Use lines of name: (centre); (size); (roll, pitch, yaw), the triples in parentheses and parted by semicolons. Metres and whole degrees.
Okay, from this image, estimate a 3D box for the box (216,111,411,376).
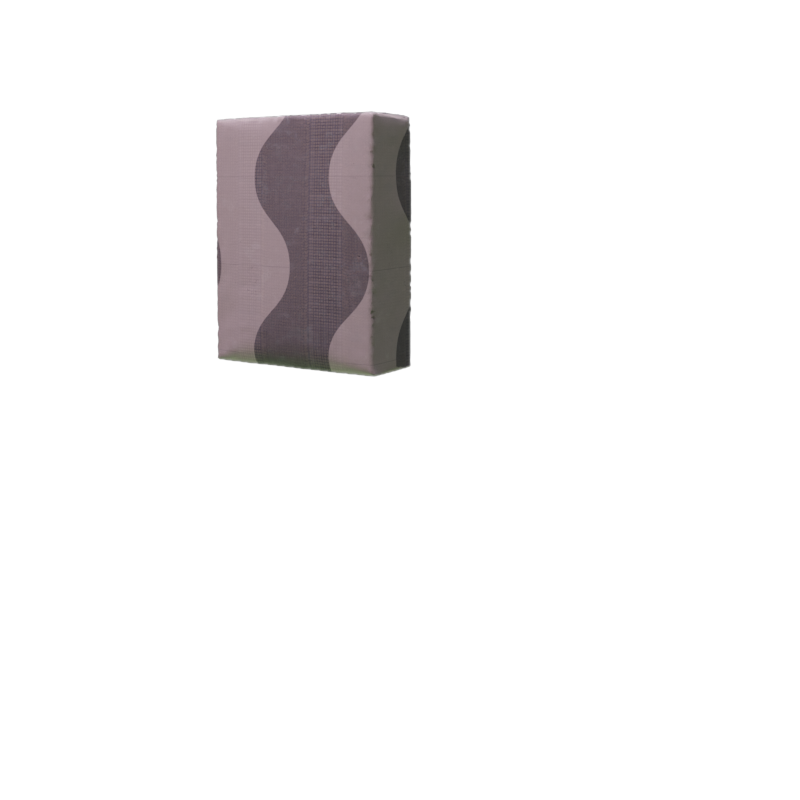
box: (-0.075, -0.136, 0.953); (0.171, 0.212, 0.070); (4, 5, 33)
